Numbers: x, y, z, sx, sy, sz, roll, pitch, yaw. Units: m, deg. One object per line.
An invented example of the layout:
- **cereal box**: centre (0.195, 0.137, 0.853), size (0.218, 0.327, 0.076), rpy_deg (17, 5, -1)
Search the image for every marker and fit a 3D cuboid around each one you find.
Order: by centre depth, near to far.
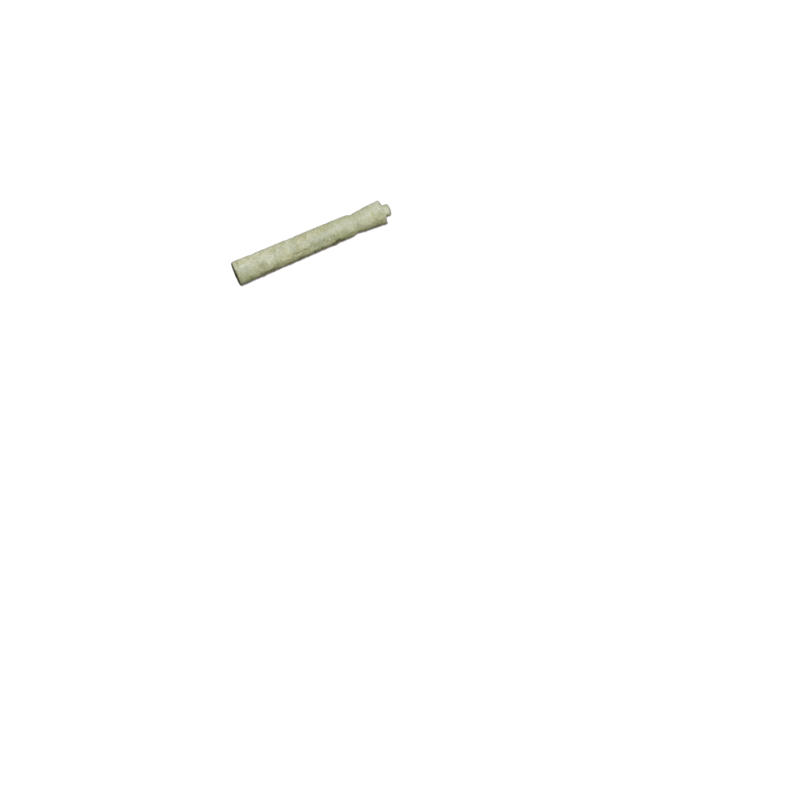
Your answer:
- **marker**: centre (-0.062, -0.113, 0.793), size (0.121, 0.019, 0.020), rpy_deg (-24, 9, -9)
